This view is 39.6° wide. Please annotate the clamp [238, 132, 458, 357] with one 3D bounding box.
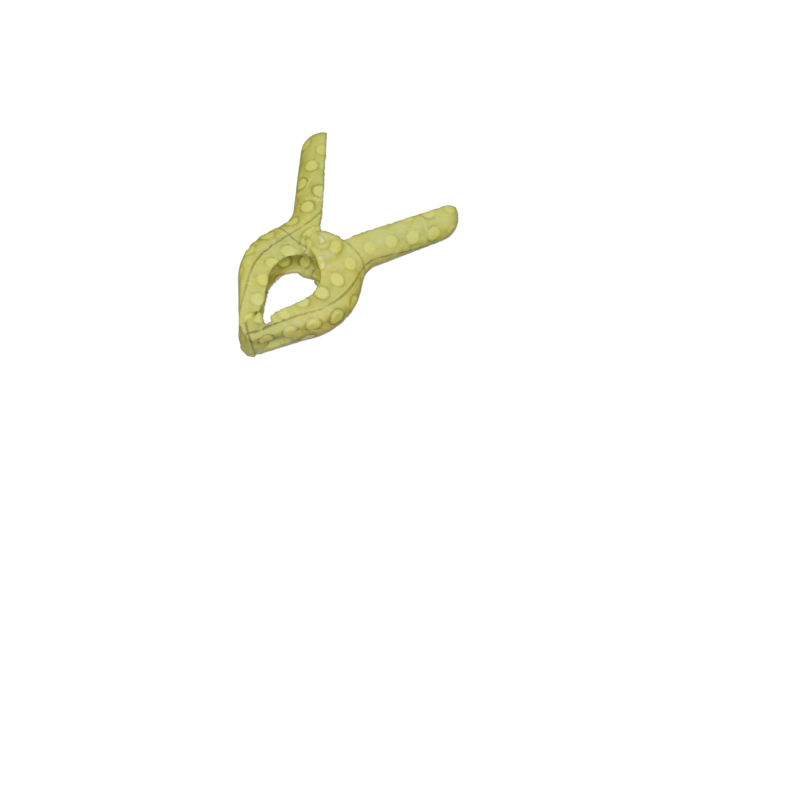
[{"bbox_3d":[-0.057,-0.104,0.728,0.127,0.174,0.037,36,-29,23],"label":"clamp"}]
